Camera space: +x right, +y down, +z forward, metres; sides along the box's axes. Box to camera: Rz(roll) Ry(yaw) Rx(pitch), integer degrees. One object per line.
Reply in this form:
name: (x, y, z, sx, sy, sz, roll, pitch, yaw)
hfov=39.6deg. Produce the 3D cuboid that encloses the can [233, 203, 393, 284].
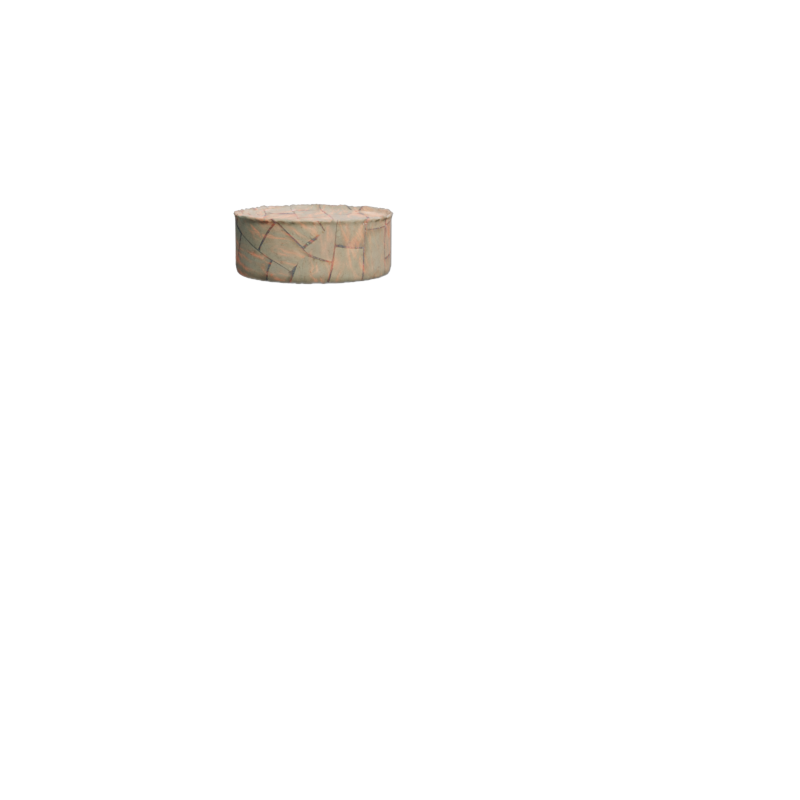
can: (-0.047, -0.085, 0.598, 0.086, 0.033, 0.088, 0, 14, -2)
